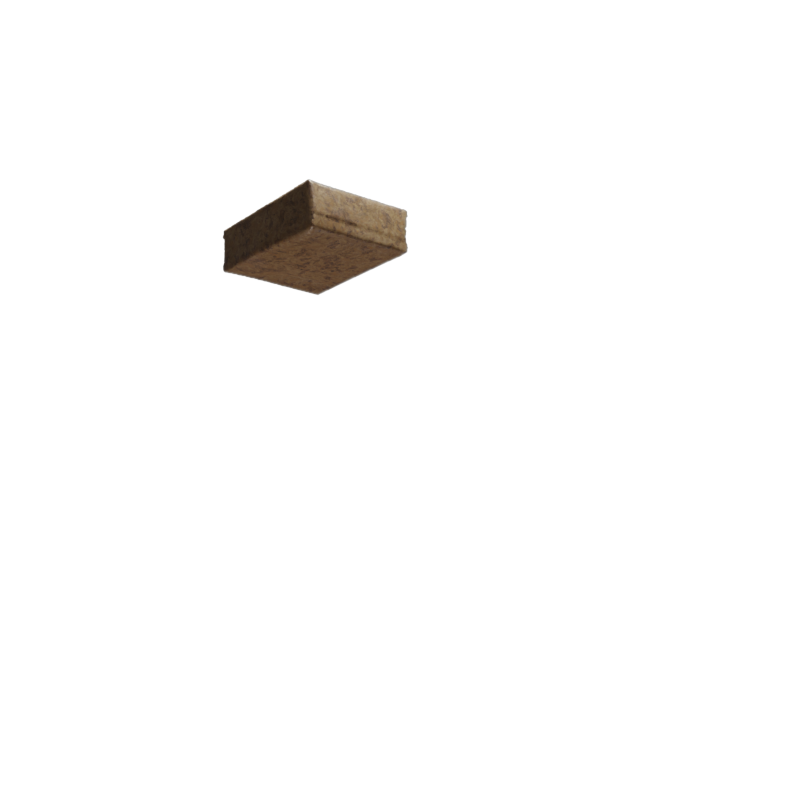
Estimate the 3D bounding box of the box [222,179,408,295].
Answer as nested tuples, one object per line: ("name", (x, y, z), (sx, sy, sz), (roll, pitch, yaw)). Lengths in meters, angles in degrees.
("box", (-0.064, -0.116, 0.811), (0.085, 0.040, 0.115), (11, -18, -38))
